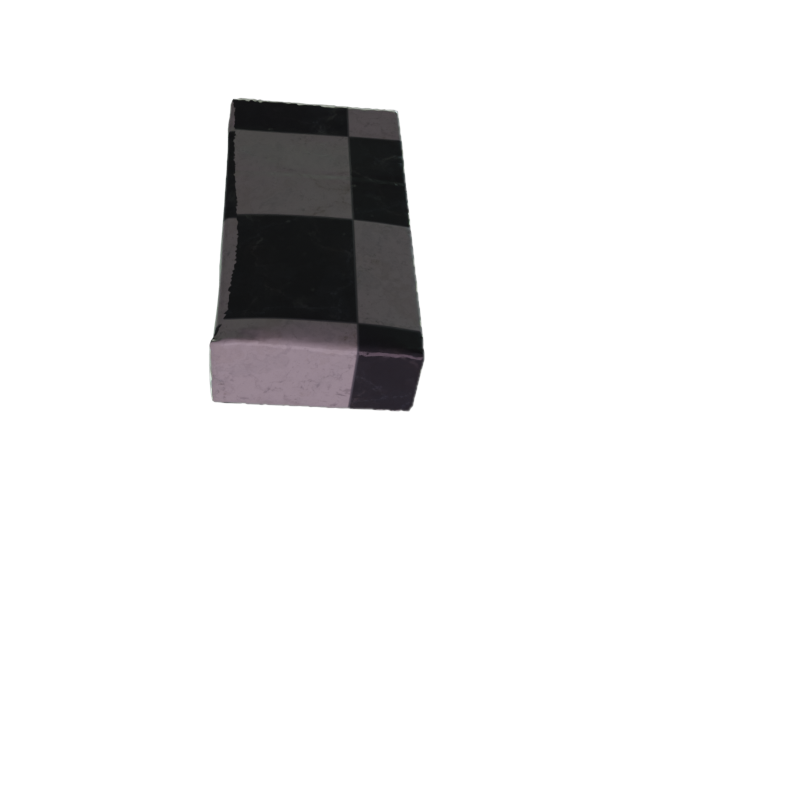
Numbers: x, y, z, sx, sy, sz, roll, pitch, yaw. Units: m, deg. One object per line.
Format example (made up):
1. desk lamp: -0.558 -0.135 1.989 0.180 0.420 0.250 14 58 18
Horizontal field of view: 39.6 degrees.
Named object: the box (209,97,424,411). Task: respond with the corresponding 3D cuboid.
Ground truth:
1. box: -0.042 -0.077 0.544 0.093 0.189 0.045 2 -45 -6
